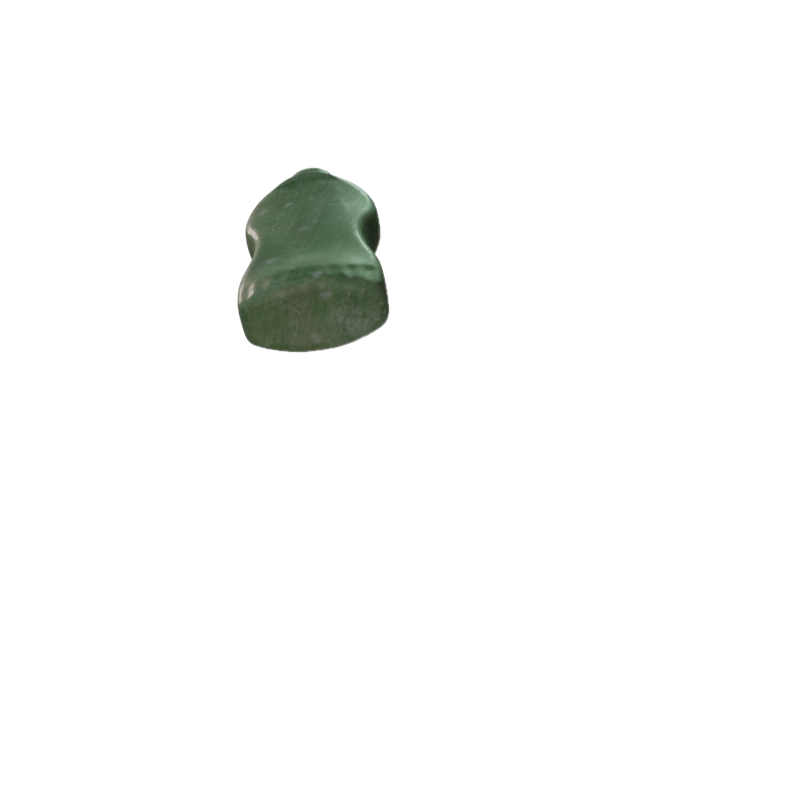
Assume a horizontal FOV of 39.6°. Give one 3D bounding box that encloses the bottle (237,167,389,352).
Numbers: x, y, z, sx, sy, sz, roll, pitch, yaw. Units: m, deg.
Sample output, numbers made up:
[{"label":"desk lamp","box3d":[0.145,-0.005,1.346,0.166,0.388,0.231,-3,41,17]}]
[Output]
[{"label":"bottle","box3d":[-0.061,-0.112,0.783,0.096,0.054,0.205,-11,36,4]}]
